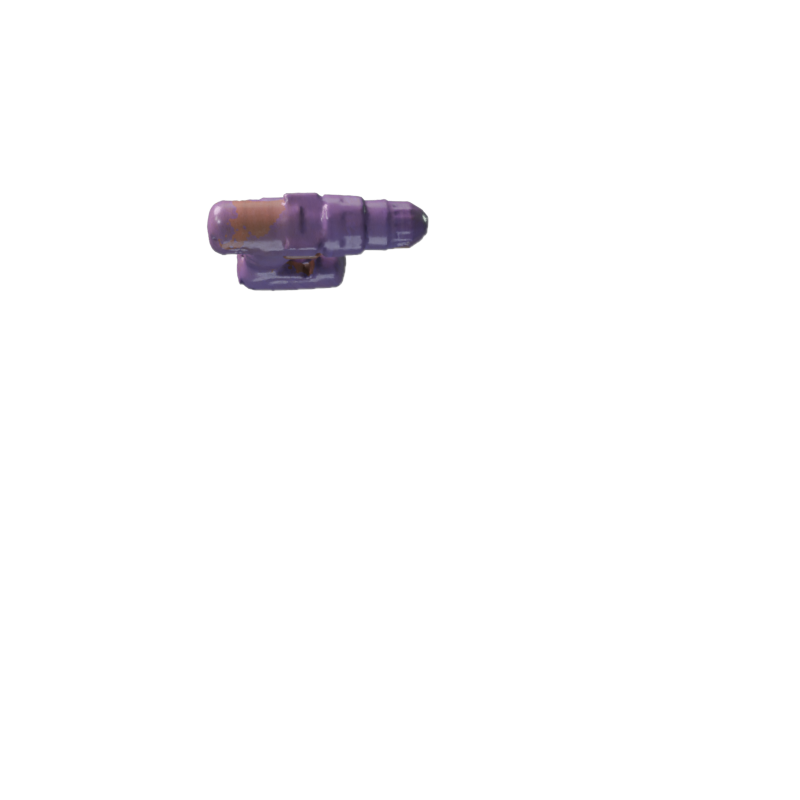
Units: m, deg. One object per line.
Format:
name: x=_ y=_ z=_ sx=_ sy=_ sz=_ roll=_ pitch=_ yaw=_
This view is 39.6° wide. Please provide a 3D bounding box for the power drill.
power drill: x=-0.078 y=-0.142 z=0.991 sx=0.183 sy=0.059 sz=0.184 roll=1 pitch=-6 yaw=-6
